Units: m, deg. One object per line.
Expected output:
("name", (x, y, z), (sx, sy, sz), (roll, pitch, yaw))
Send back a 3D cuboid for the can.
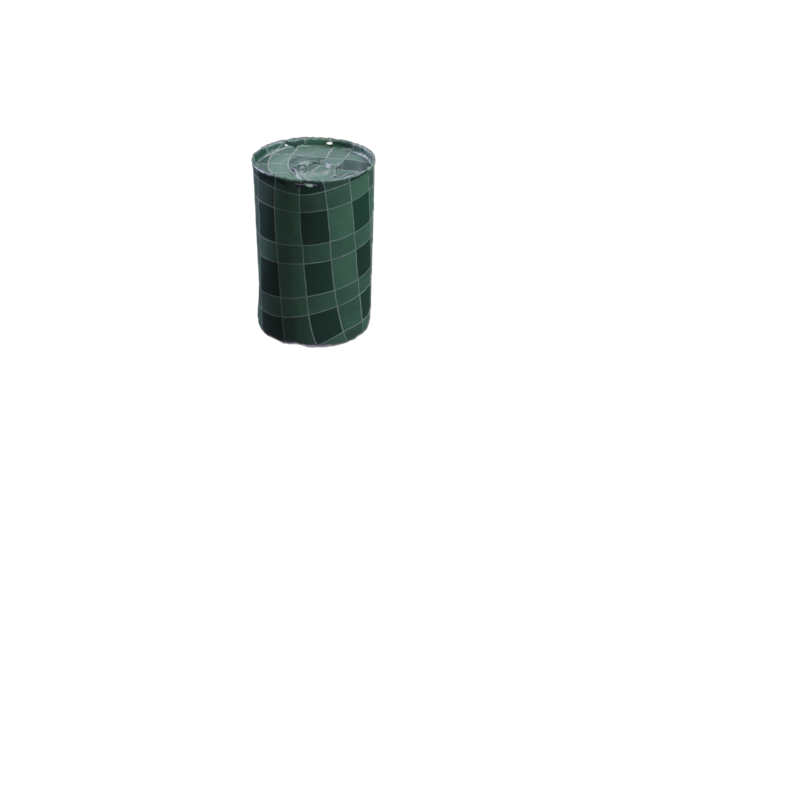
("can", (-0.049, -0.089, 0.626), (0.068, 0.097, 0.073), (0, 28, -2))
